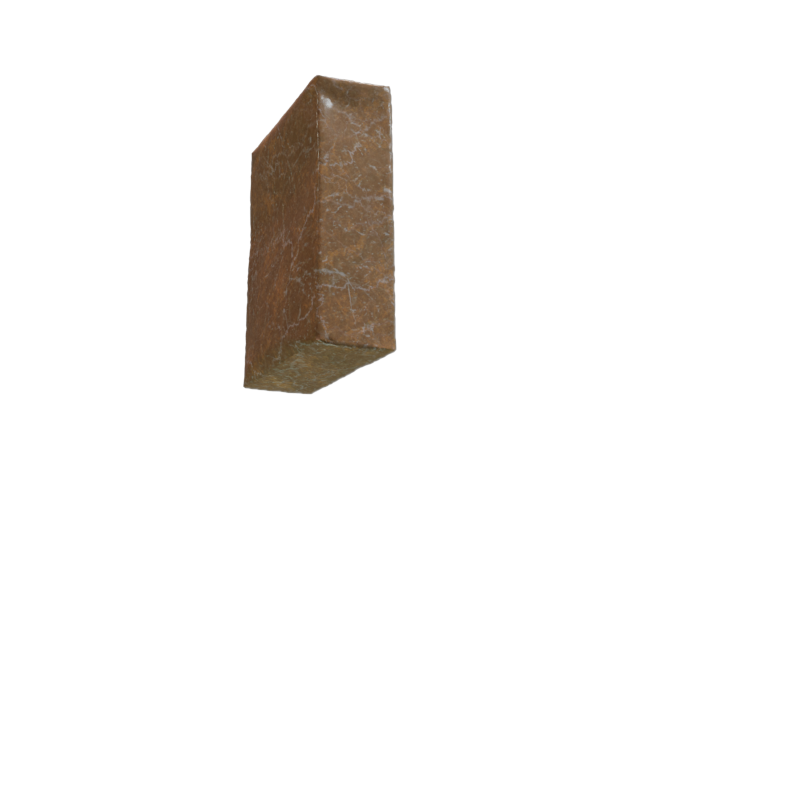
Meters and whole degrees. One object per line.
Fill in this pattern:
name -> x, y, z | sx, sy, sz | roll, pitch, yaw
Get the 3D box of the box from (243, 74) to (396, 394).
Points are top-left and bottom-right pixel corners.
box -> -0.069, -0.126, 0.880 | 0.069, 0.223, 0.163 | 7, -18, -24
